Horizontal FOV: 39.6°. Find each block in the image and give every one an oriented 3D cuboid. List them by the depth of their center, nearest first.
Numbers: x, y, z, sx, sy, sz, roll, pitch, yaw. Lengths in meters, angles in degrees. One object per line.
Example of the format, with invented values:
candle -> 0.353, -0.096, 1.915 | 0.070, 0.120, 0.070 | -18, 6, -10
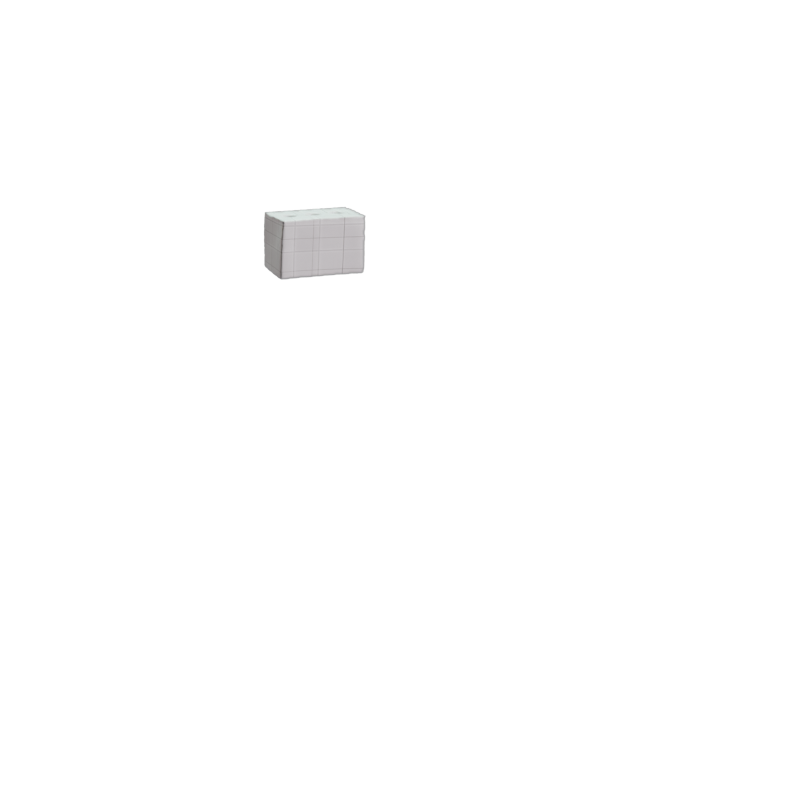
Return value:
block -> -0.076, -0.138, 0.968 | 0.076, 0.050, 0.056 | -7, 18, -21
